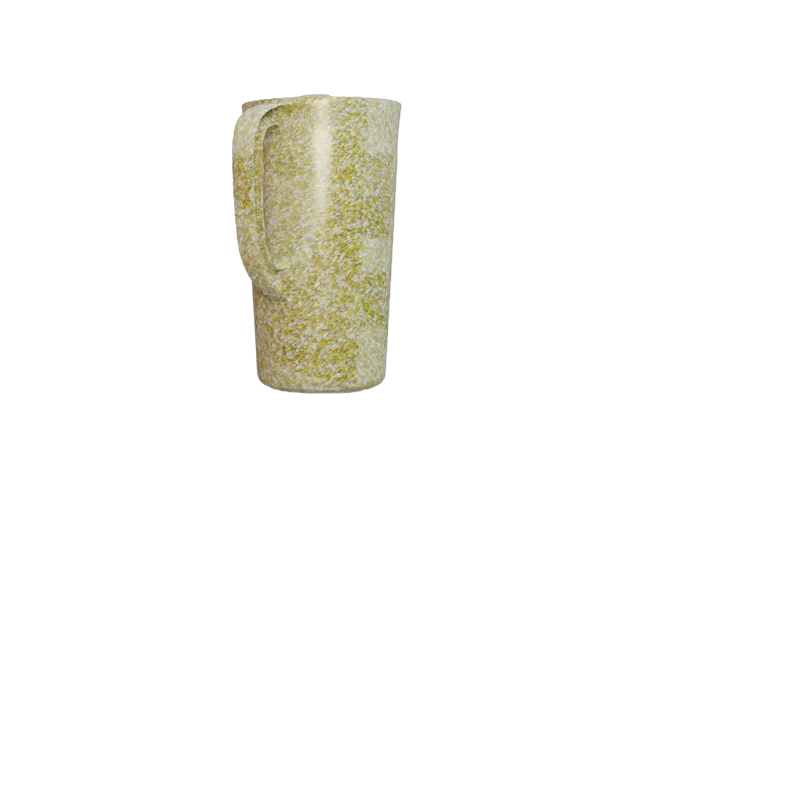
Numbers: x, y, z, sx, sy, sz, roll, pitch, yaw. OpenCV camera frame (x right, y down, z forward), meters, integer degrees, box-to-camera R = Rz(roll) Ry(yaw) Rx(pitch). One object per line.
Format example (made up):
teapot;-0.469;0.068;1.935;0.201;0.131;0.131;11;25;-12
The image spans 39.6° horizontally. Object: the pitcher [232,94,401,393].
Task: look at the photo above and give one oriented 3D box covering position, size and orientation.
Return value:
pitcher;-0.072;-0.131;0.919;0.147;0.242;0.148;-1;3;-13
